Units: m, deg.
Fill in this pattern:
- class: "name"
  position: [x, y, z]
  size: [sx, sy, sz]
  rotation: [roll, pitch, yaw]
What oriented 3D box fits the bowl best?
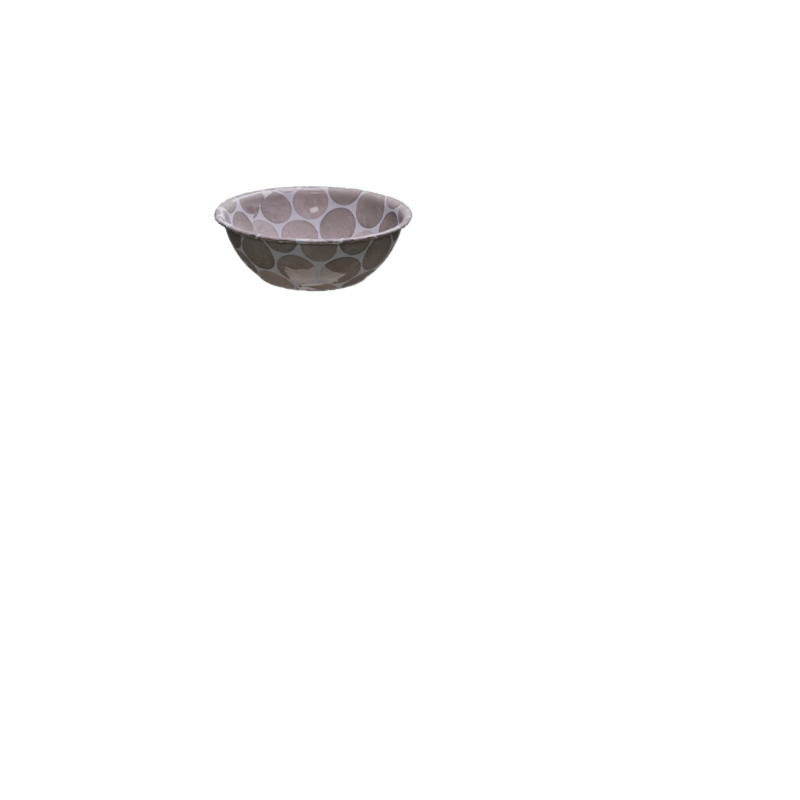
- class: "bowl"
  position: [-0.071, -0.130, 0.911]
  size: [0.162, 0.052, 0.170]
  rotation: [-1, 24, -2]
